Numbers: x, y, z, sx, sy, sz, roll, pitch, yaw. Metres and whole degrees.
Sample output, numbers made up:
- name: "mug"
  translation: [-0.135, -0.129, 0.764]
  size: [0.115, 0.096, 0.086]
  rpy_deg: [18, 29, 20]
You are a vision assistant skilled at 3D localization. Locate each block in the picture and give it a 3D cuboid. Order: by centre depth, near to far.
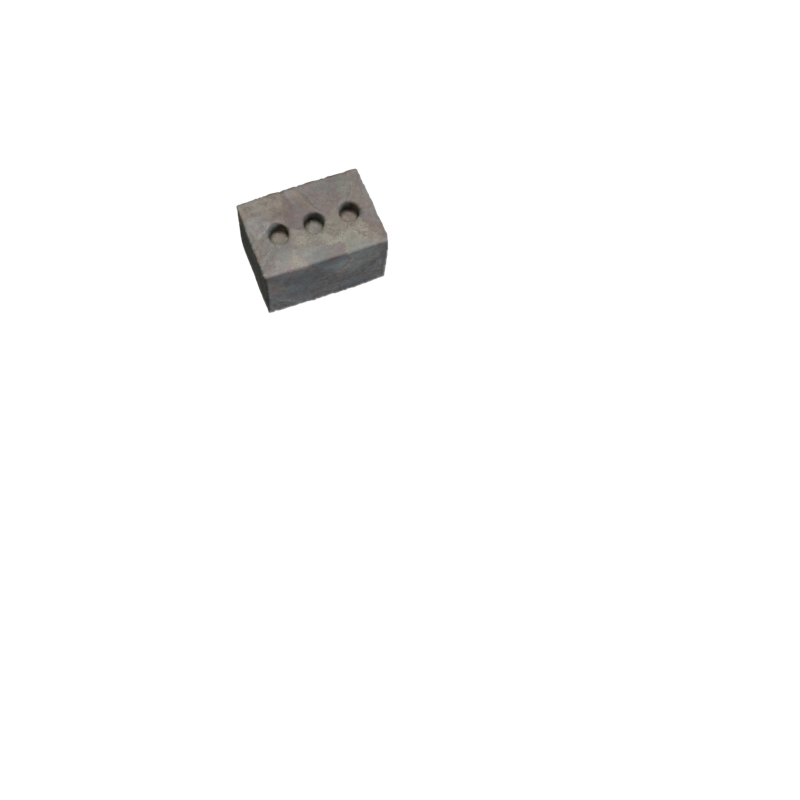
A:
- name: "block"
  translation: [-0.052, -0.094, 0.661]
  size: [0.077, 0.056, 0.048]
  rpy_deg: [-19, -22, -10]
